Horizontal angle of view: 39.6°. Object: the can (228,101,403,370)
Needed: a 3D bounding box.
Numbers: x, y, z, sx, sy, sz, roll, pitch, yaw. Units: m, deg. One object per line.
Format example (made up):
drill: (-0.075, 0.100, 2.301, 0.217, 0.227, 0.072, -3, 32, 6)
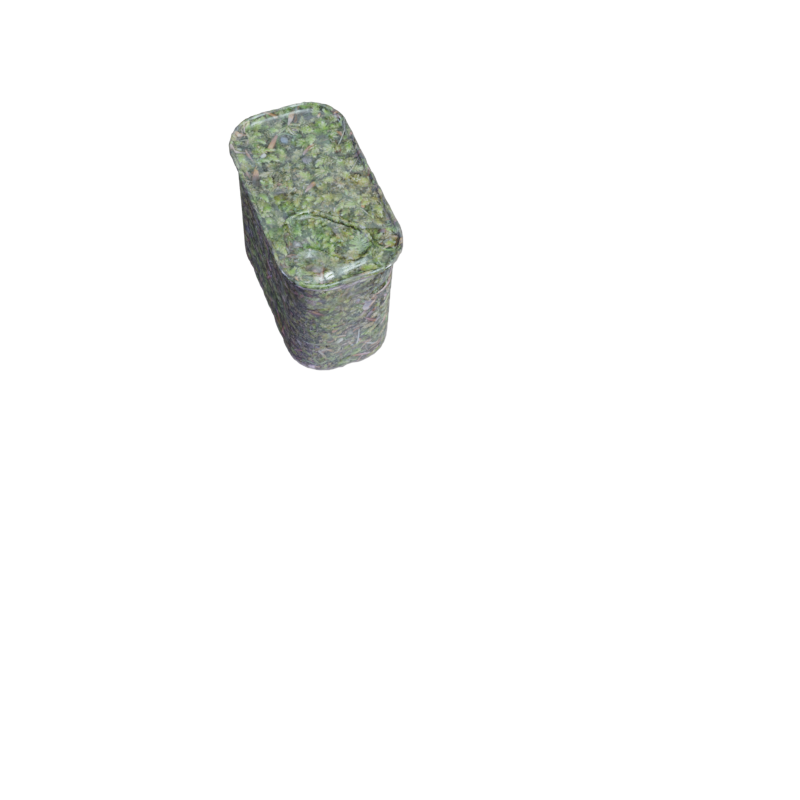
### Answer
can: (-0.041, -0.075, 0.529, 0.057, 0.109, 0.079, -18, -29, -13)
